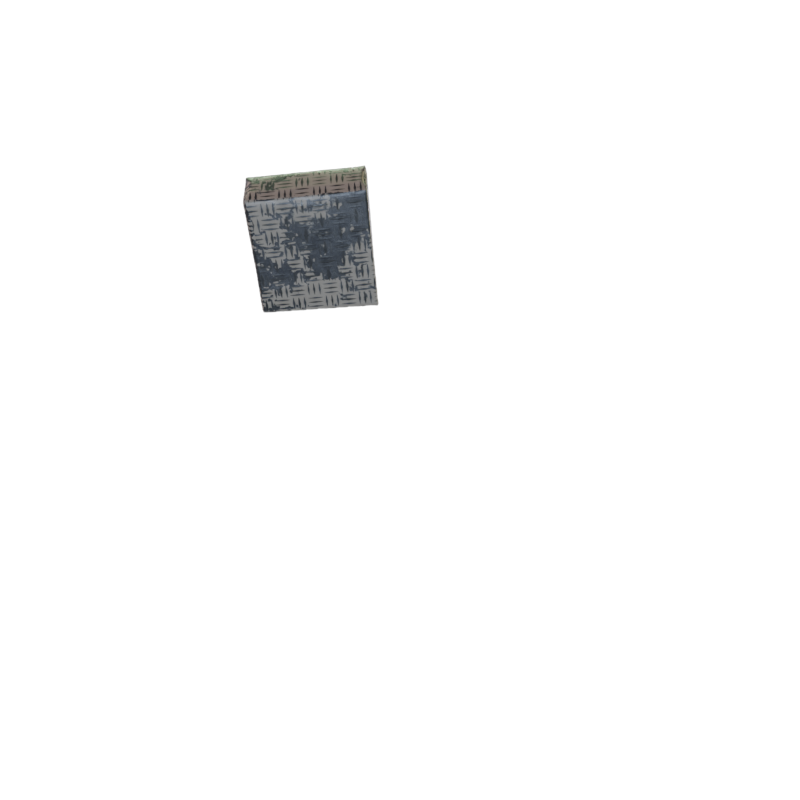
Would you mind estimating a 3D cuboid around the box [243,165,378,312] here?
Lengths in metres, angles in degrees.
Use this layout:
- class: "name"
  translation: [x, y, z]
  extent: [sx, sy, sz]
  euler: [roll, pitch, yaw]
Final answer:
- class: "box"
  translation: [-0.053, -0.096, 0.676]
  extent: [0.073, 0.083, 0.032]
  euler: [-4, 39, 3]
